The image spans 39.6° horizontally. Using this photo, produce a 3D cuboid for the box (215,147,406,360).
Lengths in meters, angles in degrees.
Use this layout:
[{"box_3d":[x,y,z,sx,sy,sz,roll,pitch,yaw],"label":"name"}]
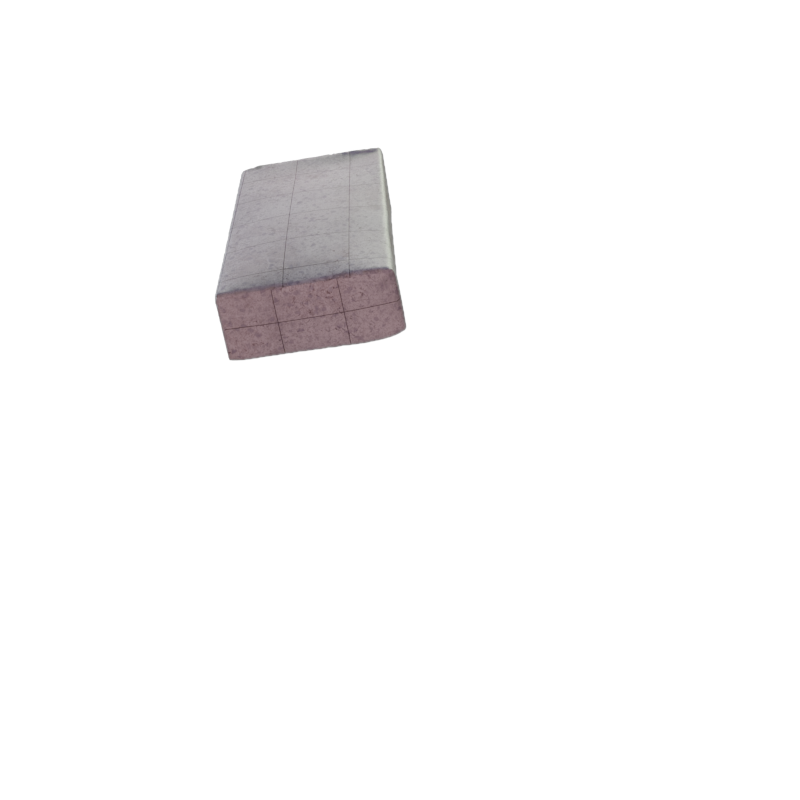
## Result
[{"box_3d":[-0.050,-0.090,0.632,0.094,0.045,0.188,-9,33,2],"label":"box"}]
